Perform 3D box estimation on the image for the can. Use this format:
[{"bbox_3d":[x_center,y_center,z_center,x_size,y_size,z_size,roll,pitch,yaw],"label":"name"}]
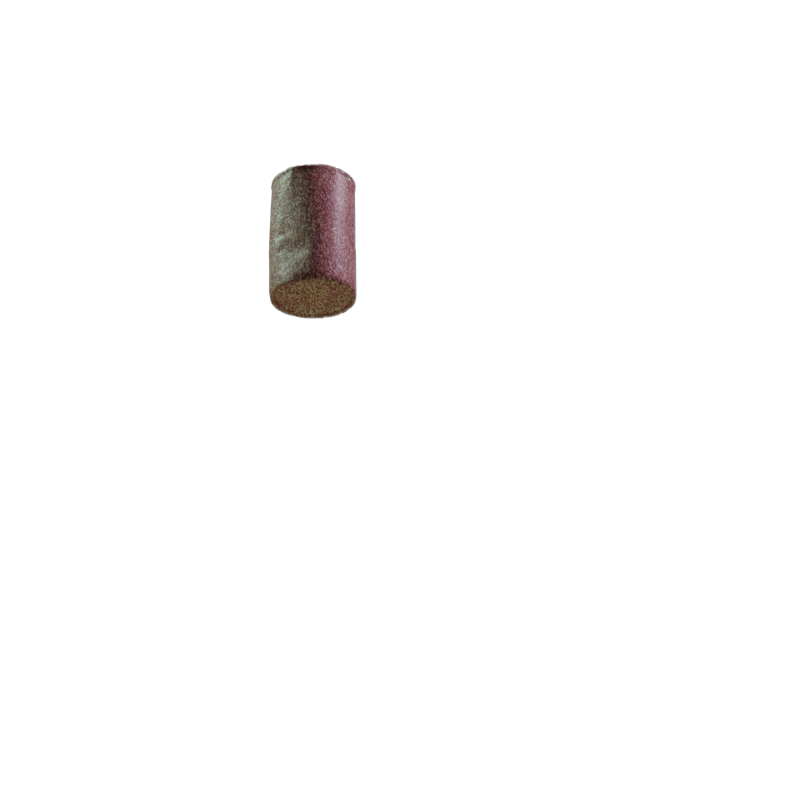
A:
[{"bbox_3d":[-0.067,-0.123,0.860,0.068,0.108,0.065,0,-27,-2],"label":"can"}]
